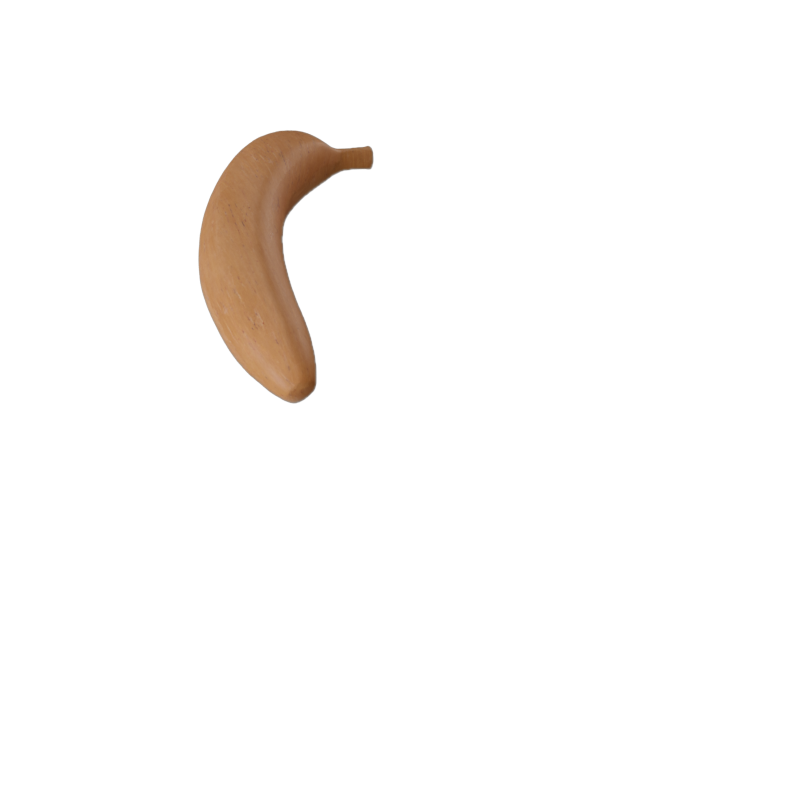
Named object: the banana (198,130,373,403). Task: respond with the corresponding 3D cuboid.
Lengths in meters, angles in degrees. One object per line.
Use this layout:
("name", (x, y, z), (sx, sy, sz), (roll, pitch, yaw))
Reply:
("banana", (-0.057, -0.076, 0.502), (0.070, 0.034, 0.210), (5, 40, 5))
